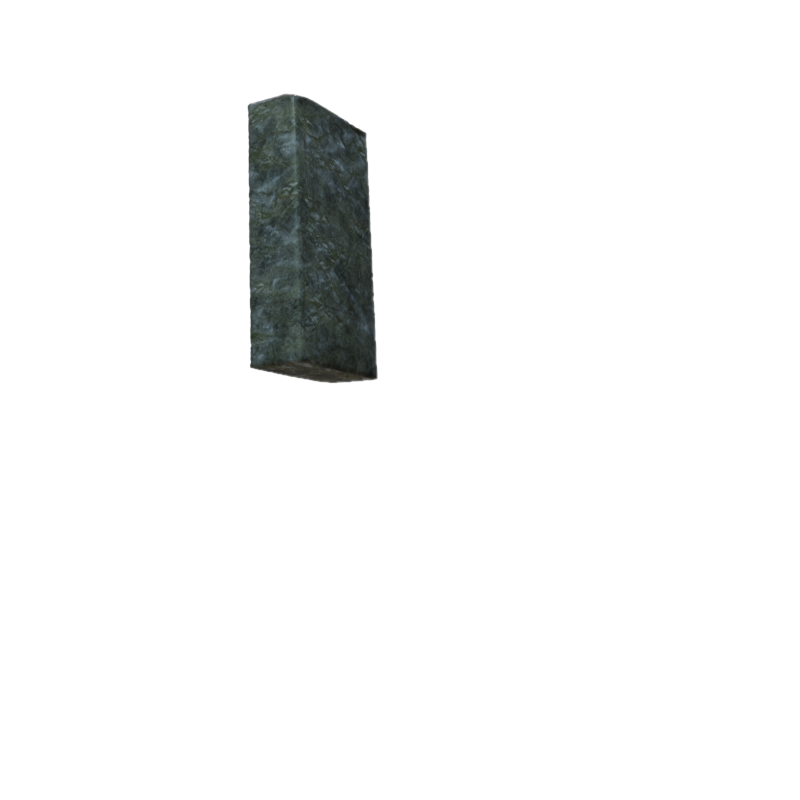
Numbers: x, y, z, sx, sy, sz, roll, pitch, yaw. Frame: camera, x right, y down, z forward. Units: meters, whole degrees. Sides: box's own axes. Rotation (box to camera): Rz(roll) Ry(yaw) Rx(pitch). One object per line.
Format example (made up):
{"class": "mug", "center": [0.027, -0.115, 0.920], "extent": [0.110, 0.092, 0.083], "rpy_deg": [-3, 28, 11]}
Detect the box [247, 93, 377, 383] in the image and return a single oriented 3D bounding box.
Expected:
{"class": "box", "center": [-0.057, -0.104, 0.725], "extent": [0.049, 0.182, 0.088], "rpy_deg": [-9, -16, 30]}
